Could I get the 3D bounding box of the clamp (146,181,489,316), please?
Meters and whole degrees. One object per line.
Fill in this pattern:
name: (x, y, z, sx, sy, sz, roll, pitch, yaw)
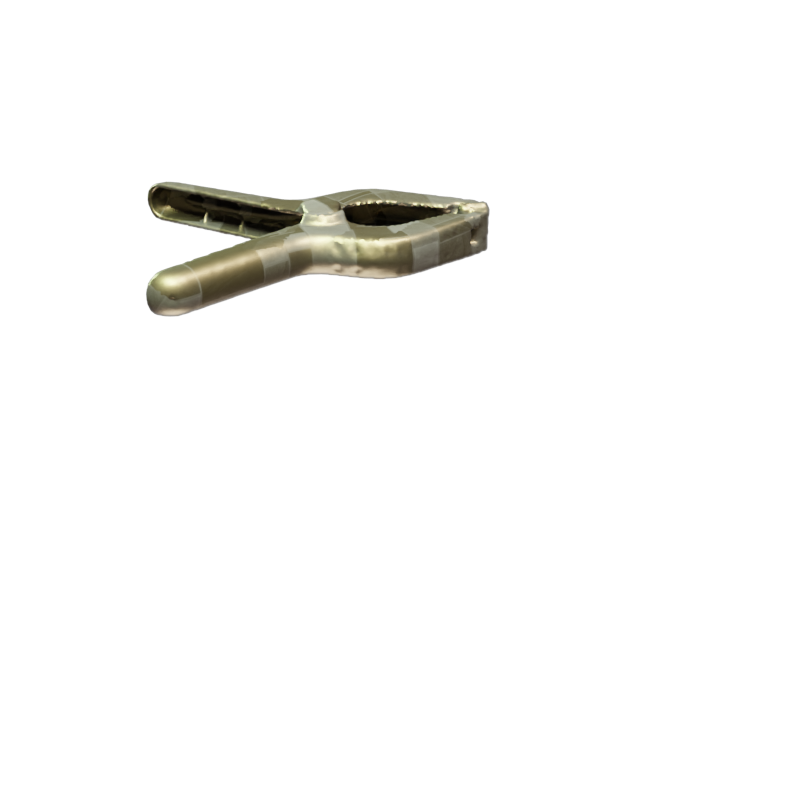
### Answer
clamp: (-0.050, -0.092, 0.643, 0.209, 0.034, 0.174, -1, 29, -2)
